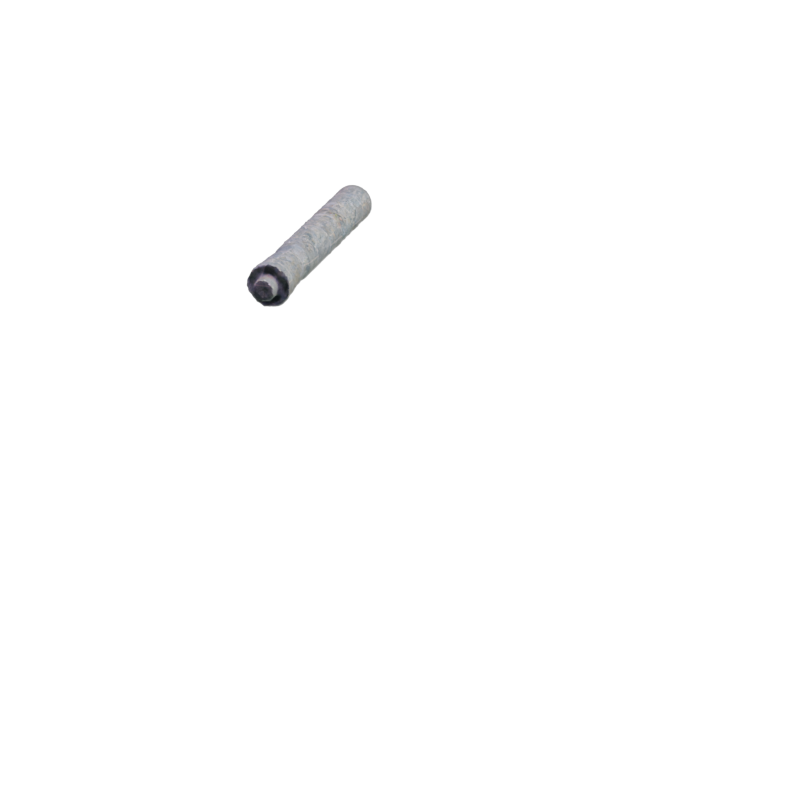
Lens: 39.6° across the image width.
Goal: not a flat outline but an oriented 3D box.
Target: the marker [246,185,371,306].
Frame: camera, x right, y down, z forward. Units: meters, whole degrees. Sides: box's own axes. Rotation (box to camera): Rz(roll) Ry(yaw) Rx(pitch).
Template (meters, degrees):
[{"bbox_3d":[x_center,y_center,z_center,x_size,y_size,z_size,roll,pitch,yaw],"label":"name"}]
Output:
[{"bbox_3d":[-0.039,-0.071,0.494,0.020,0.019,0.124,1,26,17],"label":"marker"}]
